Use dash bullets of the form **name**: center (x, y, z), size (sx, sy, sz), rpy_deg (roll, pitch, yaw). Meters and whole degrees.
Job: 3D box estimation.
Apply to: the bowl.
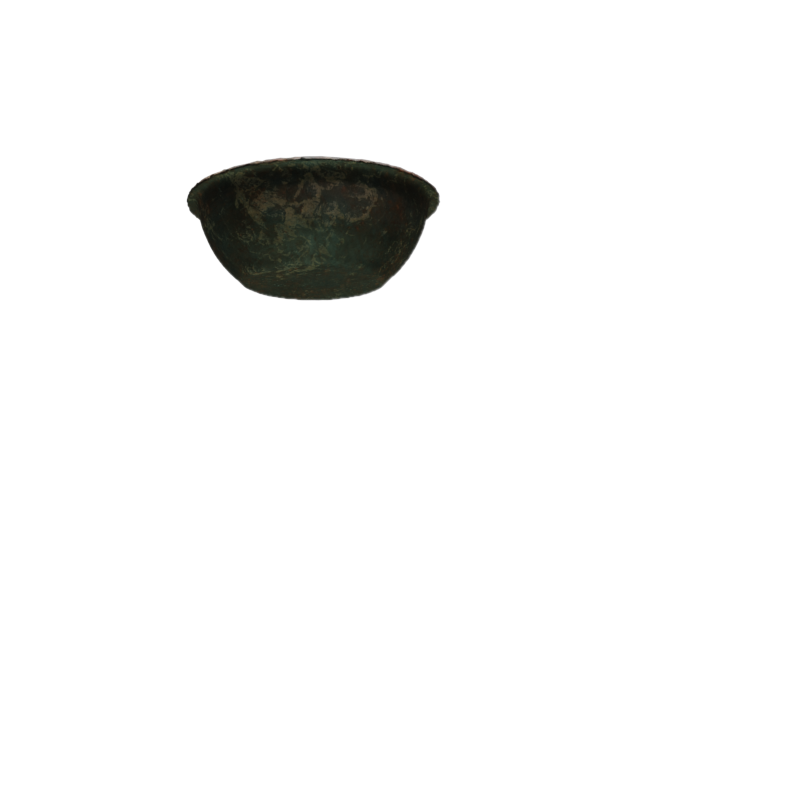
- **bowl**: center (-0.055, -0.100, 0.703), size (0.162, 0.057, 0.157), rpy_deg (0, -10, -2)
